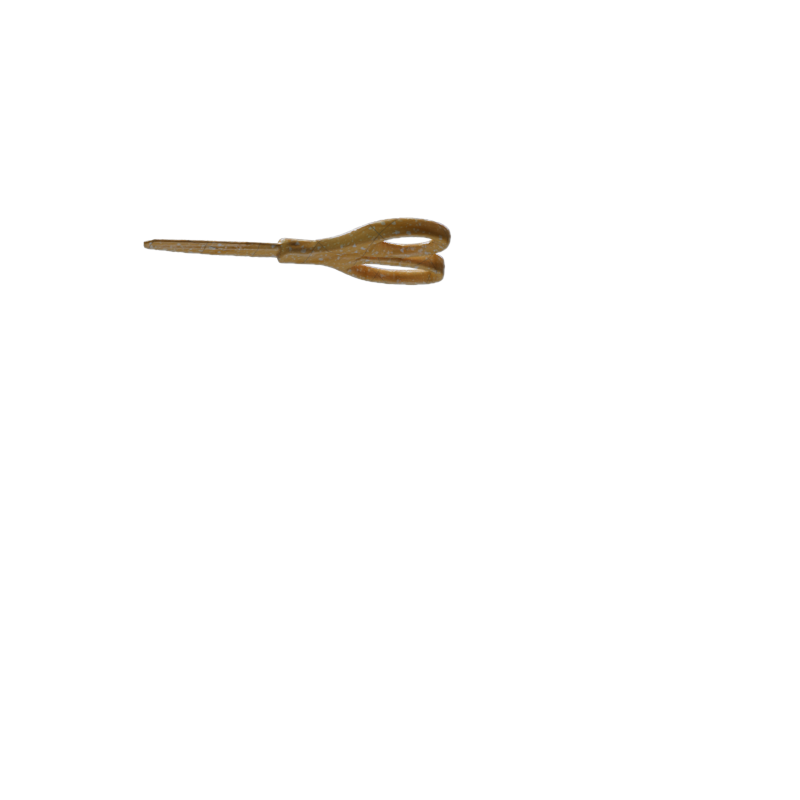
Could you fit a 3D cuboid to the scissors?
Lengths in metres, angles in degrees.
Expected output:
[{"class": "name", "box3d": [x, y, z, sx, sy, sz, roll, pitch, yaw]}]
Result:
[{"class": "scissors", "box3d": [-0.056, -0.102, 0.715, 0.195, 0.016, 0.095, 7, -18, -21]}]
